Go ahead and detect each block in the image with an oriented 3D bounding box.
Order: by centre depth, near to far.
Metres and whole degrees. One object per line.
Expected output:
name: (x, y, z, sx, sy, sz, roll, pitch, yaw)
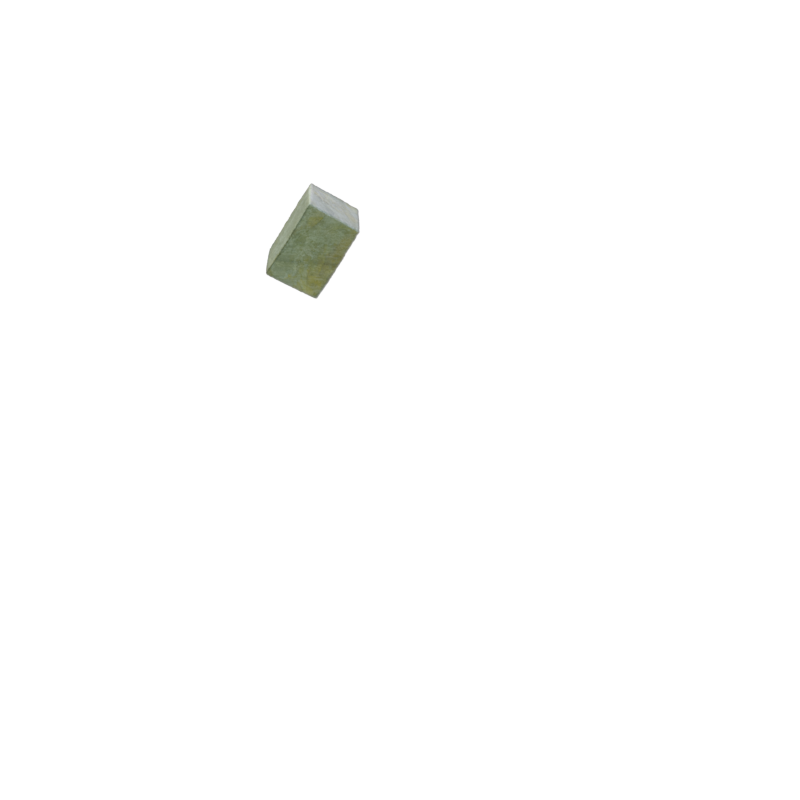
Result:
block: (-0.077, -0.140, 0.981, 0.051, 0.076, 0.054, 29, 22, -16)
